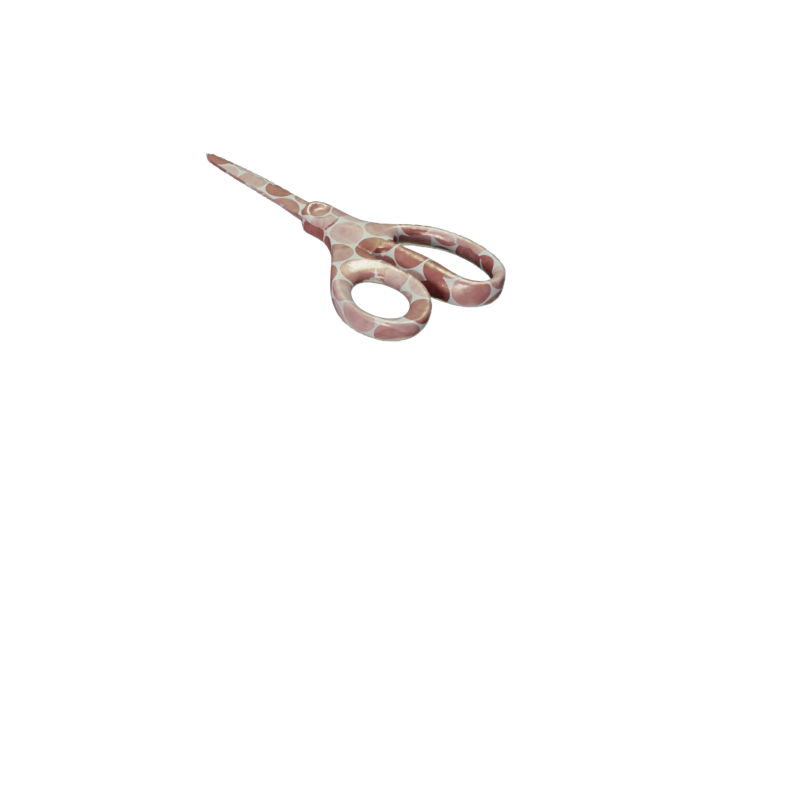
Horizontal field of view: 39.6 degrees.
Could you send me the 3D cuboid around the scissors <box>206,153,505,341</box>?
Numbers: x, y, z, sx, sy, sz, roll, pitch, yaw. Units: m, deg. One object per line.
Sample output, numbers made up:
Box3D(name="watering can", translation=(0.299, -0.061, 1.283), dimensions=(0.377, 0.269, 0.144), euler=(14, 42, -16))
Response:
Box3D(name="scissors", translation=(-0.046, -0.083, 0.582), dimensions=(0.211, 0.015, 0.098), euler=(21, 44, 23))
